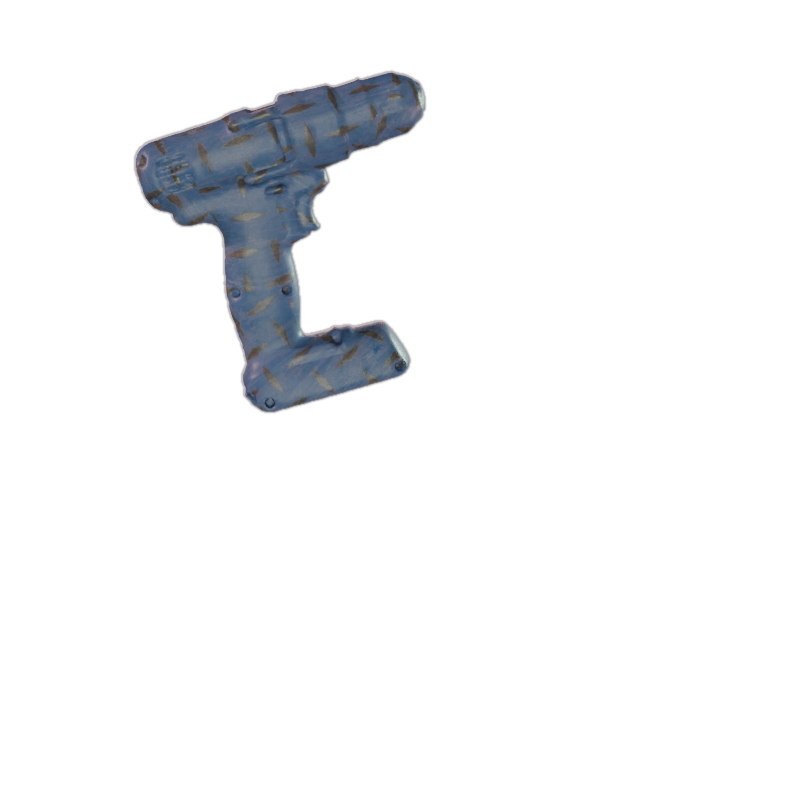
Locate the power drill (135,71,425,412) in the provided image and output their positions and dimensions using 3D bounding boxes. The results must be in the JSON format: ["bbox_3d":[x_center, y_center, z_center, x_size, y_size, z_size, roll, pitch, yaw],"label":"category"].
[{"bbox_3d":[-0.054,-0.099,0.696,0.184,0.184,0.058,-16,7,2],"label":"power drill"}]
